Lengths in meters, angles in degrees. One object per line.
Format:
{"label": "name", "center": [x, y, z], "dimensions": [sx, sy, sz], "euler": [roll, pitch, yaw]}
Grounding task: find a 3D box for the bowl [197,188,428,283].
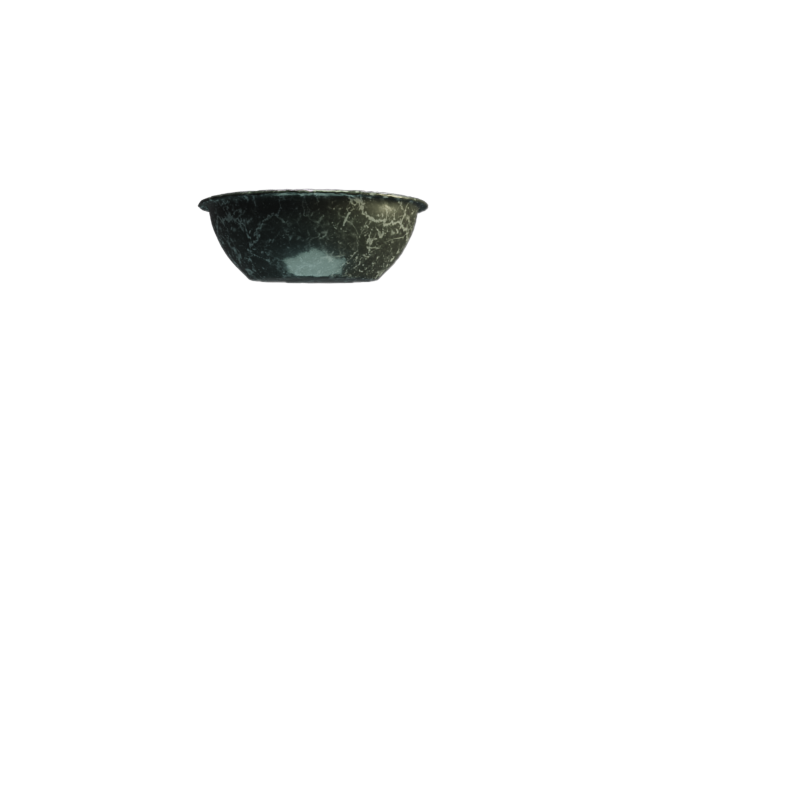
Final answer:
{"label": "bowl", "center": [-0.061, -0.111, 0.779], "dimensions": [0.162, 0.055, 0.162], "euler": [0, 3, -2]}
